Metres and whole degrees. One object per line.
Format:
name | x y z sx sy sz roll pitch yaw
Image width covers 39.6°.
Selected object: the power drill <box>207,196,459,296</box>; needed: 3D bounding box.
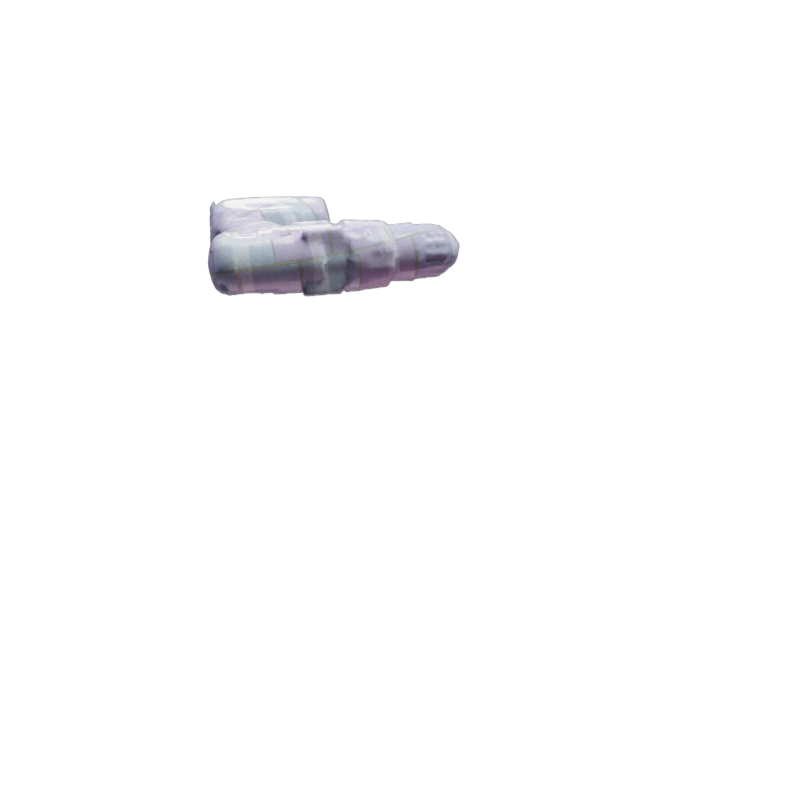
power drill | -0.068 -0.123 0.864 0.181 0.056 0.196 -4 15 -16
